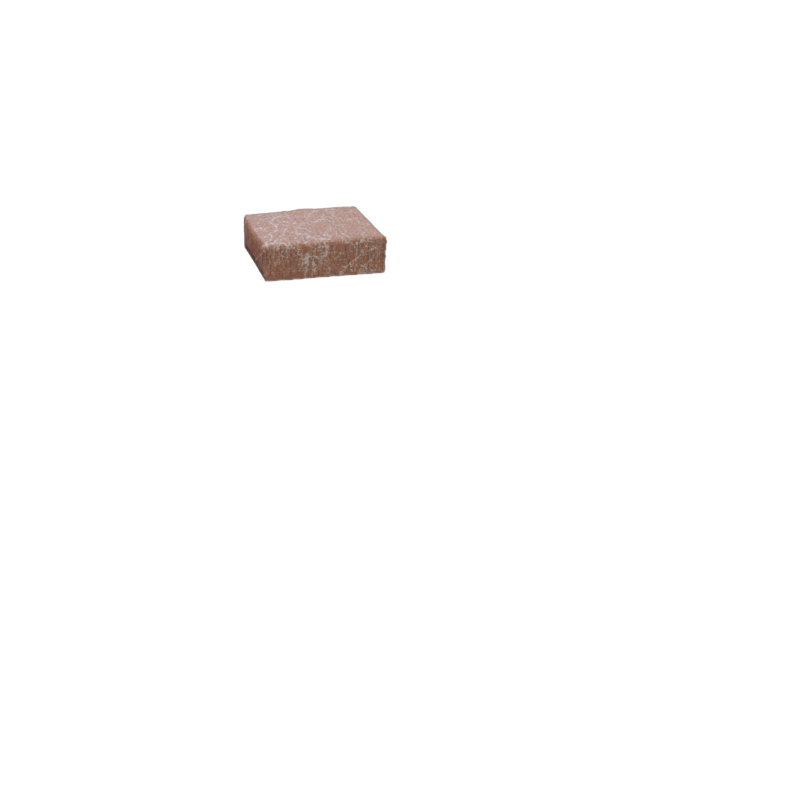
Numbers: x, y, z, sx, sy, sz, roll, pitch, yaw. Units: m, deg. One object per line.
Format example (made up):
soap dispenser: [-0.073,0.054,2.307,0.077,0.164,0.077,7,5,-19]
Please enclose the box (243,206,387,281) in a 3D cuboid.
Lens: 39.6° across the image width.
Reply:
box: [-0.062,-0.113,0.794,0.088,0.029,0.078,-7,27,-15]
